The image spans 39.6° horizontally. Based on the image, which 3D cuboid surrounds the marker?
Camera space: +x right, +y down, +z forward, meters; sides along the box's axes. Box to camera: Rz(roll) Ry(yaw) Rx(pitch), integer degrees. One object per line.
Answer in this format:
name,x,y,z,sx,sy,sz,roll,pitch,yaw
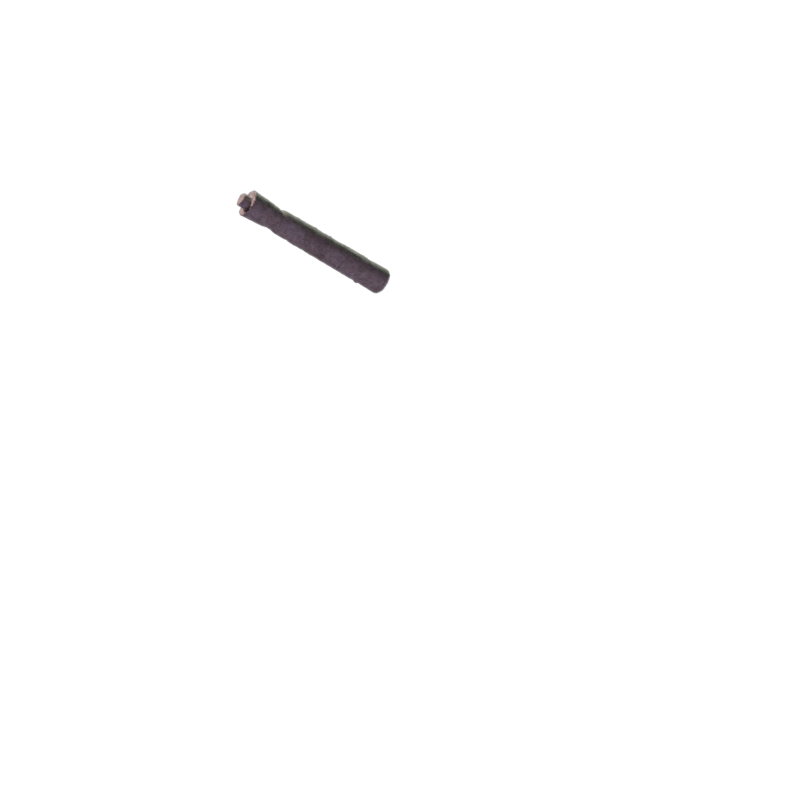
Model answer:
marker,-0.058,-0.106,0.744,0.115,0.020,0.020,28,-10,-26
